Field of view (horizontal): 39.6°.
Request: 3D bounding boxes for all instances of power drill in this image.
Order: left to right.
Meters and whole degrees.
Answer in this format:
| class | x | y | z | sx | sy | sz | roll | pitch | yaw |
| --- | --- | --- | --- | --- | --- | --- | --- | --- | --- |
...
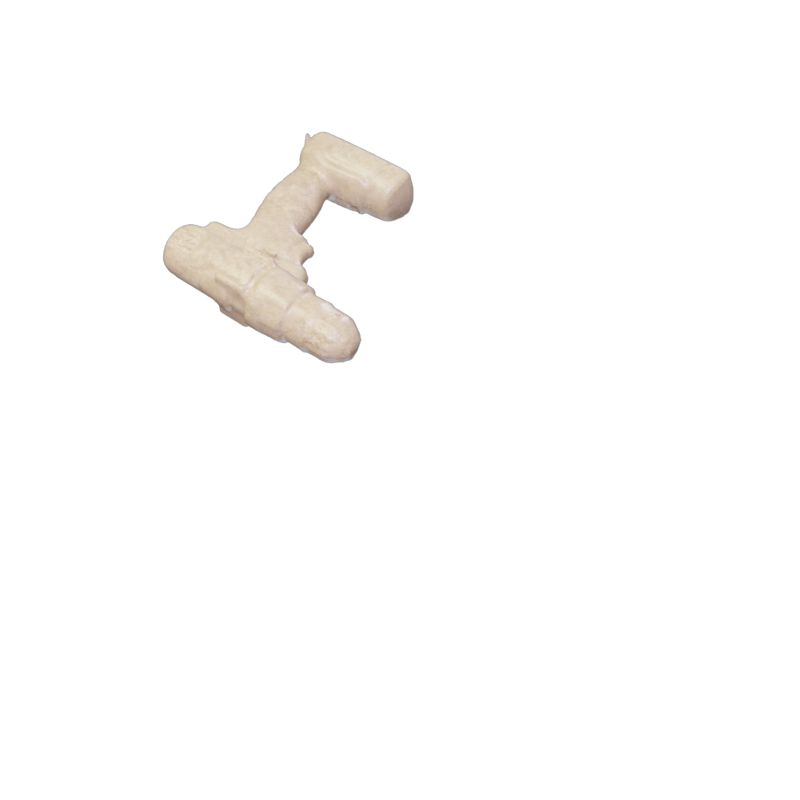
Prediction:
| class | x | y | z | sx | sy | sz | roll | pitch | yaw |
| --- | --- | --- | --- | --- | --- | --- | --- | --- | --- |
| power drill | -0.070 | -0.128 | 0.900 | 0.194 | 0.053 | 0.192 | 30 | 57 | 22 |
